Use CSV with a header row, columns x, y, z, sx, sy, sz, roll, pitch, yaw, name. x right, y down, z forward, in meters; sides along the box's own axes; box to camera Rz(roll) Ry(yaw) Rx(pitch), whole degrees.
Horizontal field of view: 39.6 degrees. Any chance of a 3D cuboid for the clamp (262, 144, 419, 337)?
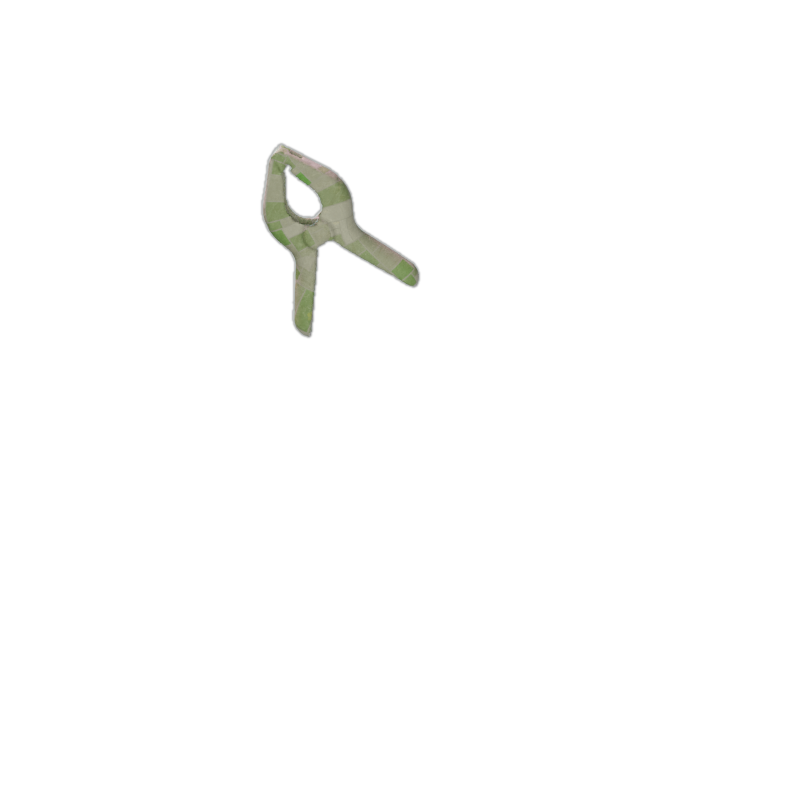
x,y,z,sx,sy,sz,roll,pitch,yaw,name
-0.076,-0.139,0.976,0.120,0.167,0.040,-36,9,6,clamp
